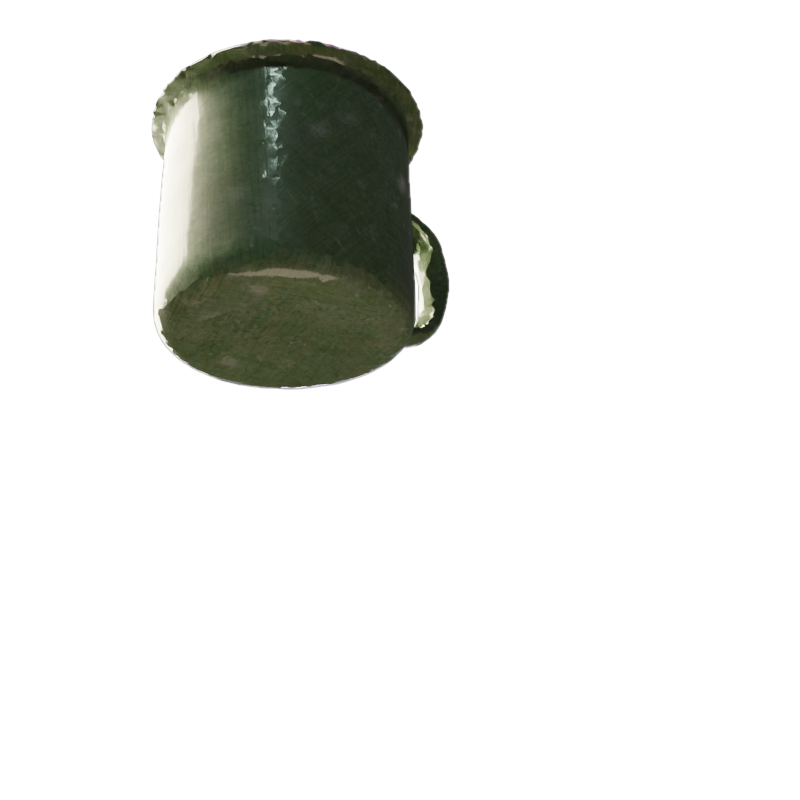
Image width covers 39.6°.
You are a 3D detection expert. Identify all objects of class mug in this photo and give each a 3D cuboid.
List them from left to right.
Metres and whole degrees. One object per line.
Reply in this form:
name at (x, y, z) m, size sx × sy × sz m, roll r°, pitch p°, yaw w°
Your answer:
mug at (-0.029, -0.053, 0.368) m, size 0.110 × 0.087 × 0.093 m, roll 24°, pitch -38°, yaw -38°
